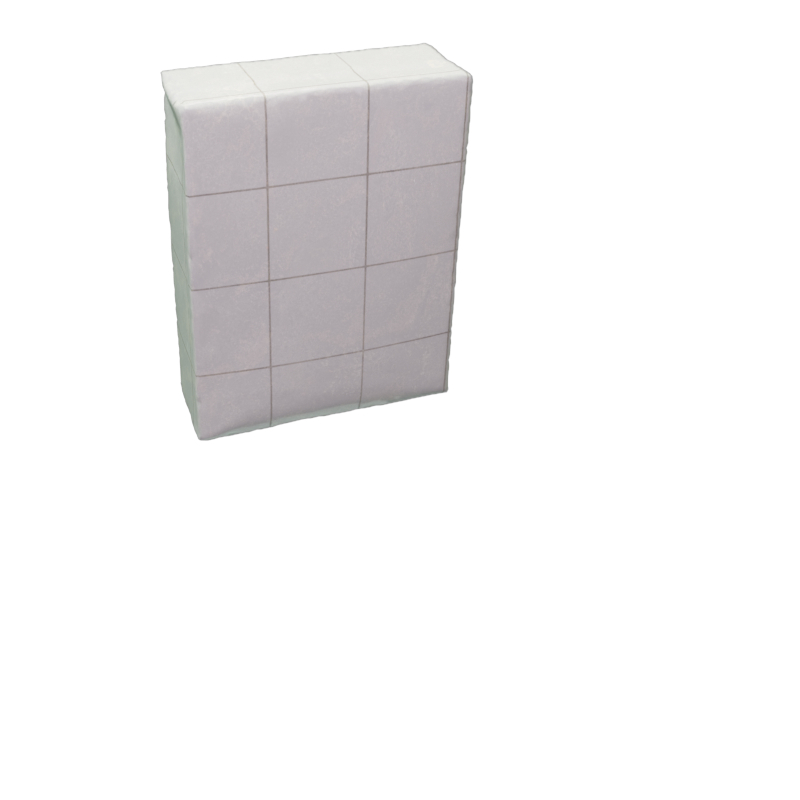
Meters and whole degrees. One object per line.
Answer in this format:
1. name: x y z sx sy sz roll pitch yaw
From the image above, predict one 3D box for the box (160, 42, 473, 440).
1. box: -0.051 -0.093 0.654 0.162 0.201 0.077 -10 32 -18
